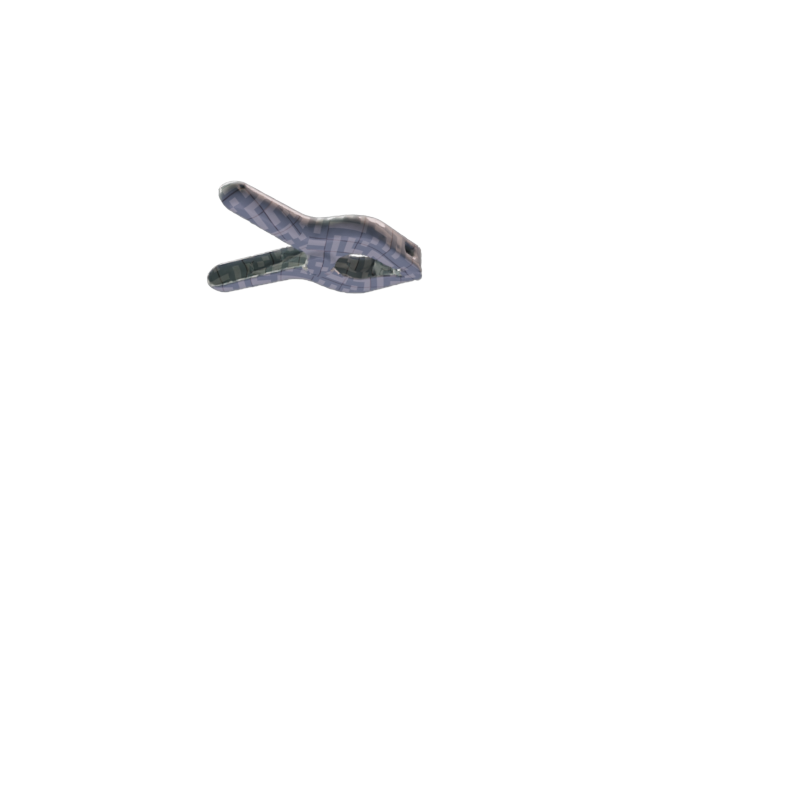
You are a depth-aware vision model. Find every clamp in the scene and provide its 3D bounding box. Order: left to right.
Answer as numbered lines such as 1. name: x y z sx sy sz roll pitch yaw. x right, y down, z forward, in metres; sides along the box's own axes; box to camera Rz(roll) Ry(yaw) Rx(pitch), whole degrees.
1. clamp: -0.067 -0.122 0.853 0.171 0.042 0.113 0 -28 -1
